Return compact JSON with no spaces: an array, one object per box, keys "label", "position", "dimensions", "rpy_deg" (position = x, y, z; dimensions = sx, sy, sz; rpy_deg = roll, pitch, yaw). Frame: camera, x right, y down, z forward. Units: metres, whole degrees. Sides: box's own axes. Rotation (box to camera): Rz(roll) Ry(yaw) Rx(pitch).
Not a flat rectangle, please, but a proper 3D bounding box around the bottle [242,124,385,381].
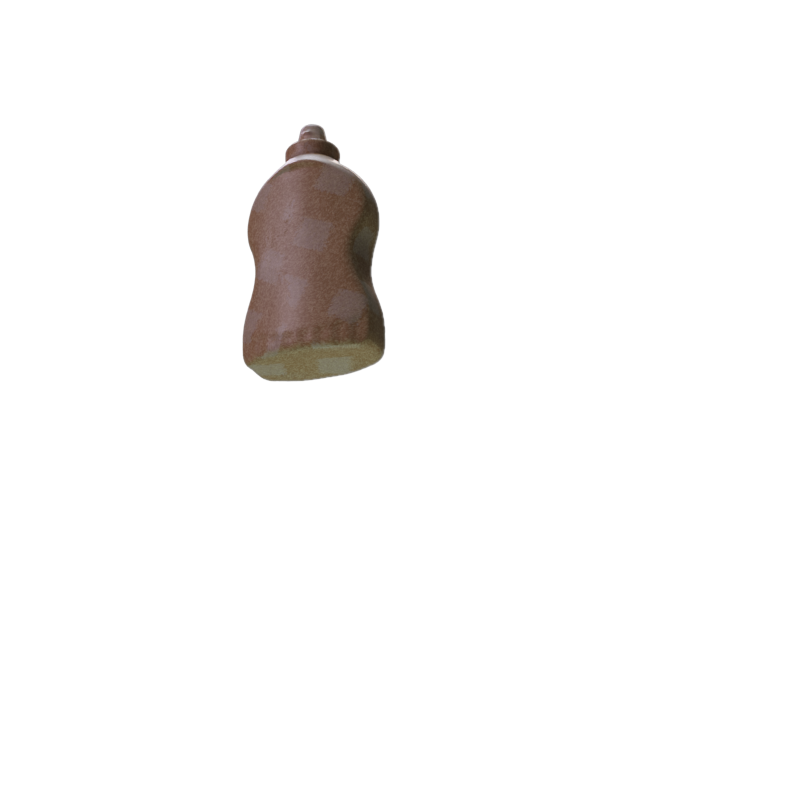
[{"label":"bottle","position":[-0.062,-0.113,0.792],"dimensions":[0.097,0.203,0.054],"rpy_deg":[-12,-28,20]}]
